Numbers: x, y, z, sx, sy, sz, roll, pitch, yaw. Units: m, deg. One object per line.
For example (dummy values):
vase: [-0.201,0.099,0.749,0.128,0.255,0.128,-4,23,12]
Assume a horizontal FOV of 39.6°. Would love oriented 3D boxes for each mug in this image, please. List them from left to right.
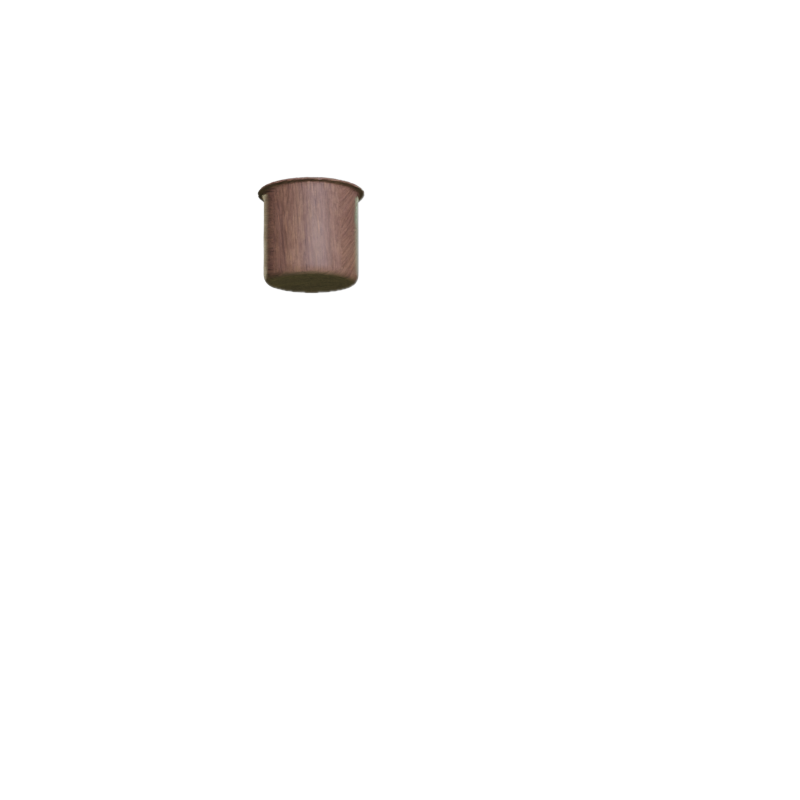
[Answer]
mug: [-0.076,-0.138,0.967,0.094,0.084,0.113,-2,-10,6]
